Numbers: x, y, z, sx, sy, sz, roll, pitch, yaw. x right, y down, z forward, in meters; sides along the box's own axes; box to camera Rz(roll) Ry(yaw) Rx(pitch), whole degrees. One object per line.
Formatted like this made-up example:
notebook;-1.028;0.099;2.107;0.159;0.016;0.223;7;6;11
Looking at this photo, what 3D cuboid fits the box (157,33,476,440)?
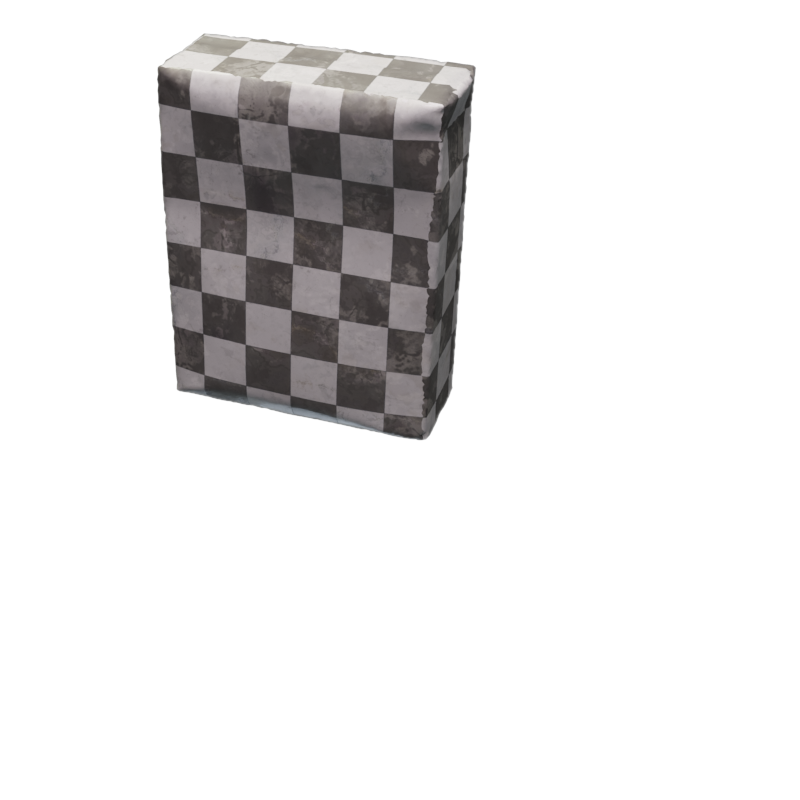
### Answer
box;-0.050;-0.091;0.640;0.169;0.201;0.074;12;32;16
